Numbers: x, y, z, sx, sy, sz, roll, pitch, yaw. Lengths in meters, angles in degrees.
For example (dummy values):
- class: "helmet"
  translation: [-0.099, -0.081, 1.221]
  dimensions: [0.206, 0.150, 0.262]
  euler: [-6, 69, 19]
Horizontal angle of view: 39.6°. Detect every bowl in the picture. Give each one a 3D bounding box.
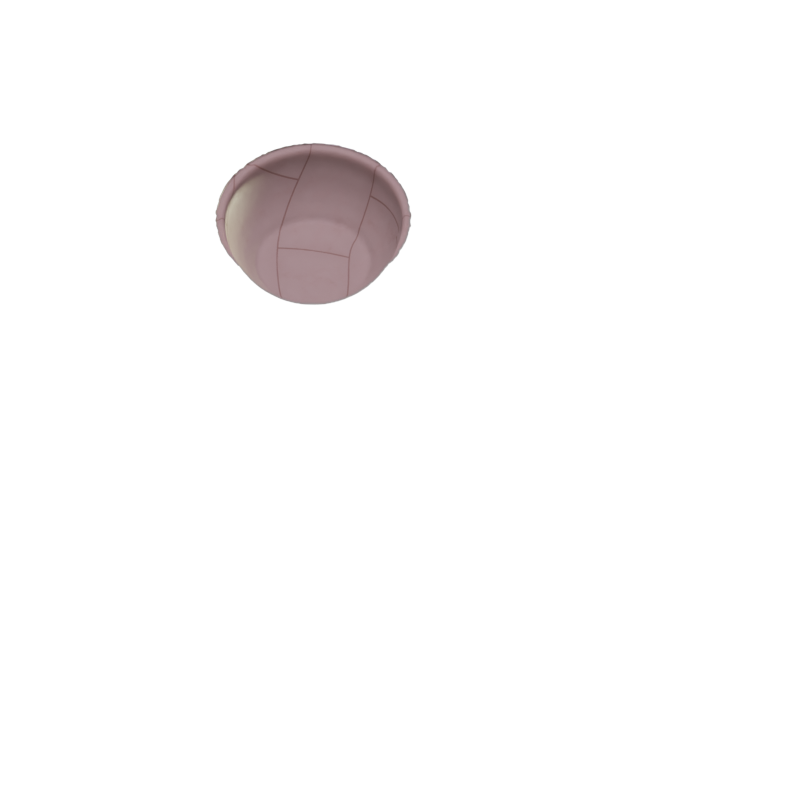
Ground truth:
- class: "bowl"
  translation: [-0.070, -0.129, 0.901]
  dimensions: [0.162, 0.059, 0.151]
  euler: [1, -45, -1]
